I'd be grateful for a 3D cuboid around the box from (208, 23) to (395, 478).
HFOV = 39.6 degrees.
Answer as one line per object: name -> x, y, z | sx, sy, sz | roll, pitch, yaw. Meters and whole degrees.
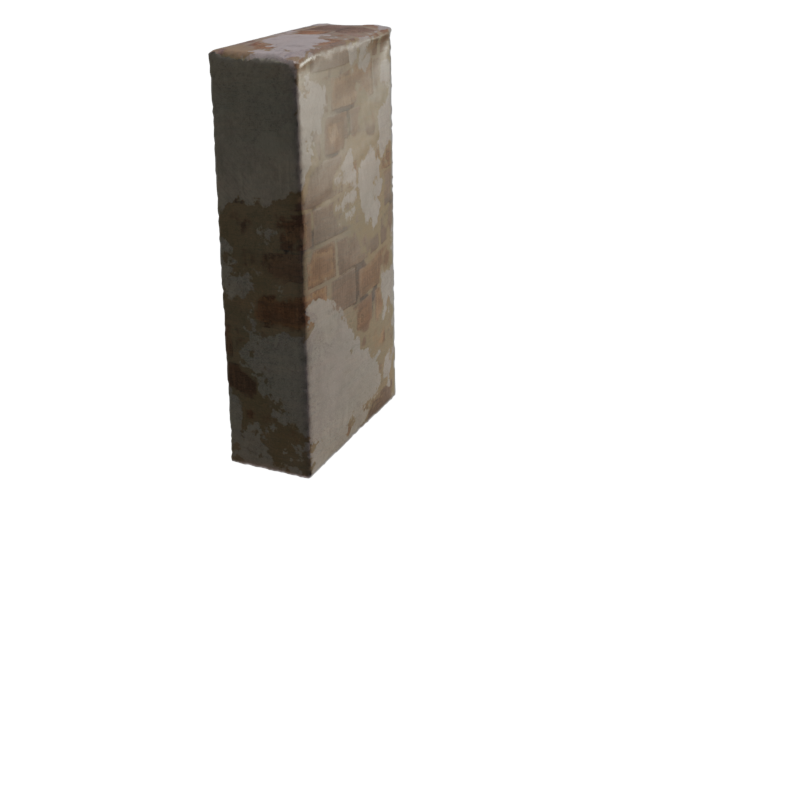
box -> -0.037, -0.068, 0.477 | 0.050, 0.168, 0.094 | 10, 23, 22
